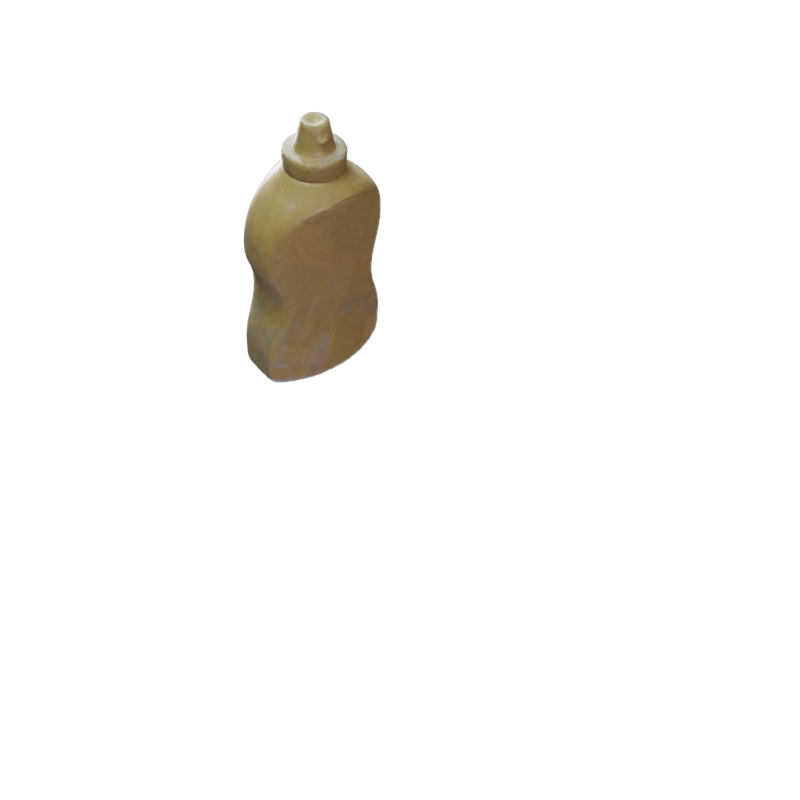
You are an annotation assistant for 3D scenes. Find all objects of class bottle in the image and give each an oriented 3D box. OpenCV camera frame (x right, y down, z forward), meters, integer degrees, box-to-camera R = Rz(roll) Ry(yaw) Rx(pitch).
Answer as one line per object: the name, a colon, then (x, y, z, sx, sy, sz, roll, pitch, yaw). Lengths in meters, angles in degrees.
bottle: (-0.057, -0.103, 0.726, 0.095, 0.179, 0.063, -26, 50, -28)
